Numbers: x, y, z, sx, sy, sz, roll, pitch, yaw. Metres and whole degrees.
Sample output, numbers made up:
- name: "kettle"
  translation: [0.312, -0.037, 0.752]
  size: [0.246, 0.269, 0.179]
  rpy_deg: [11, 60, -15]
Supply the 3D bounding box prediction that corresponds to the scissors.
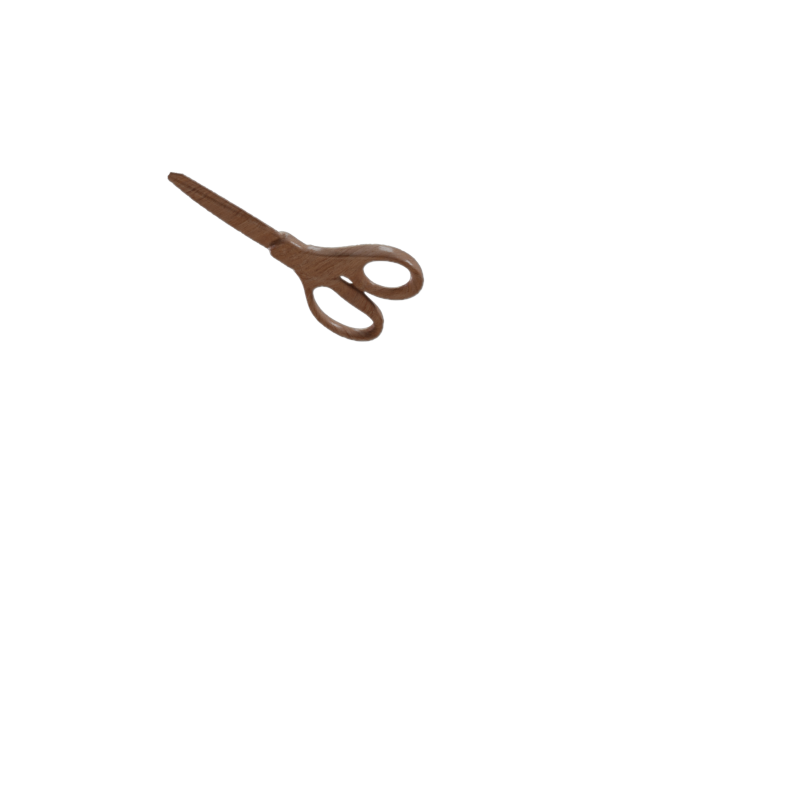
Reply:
- name: "scissors"
  translation: [-0.059, -0.108, 0.759]
  size: [0.096, 0.017, 0.187]
  rpy_deg: [-25, -50, 23]
